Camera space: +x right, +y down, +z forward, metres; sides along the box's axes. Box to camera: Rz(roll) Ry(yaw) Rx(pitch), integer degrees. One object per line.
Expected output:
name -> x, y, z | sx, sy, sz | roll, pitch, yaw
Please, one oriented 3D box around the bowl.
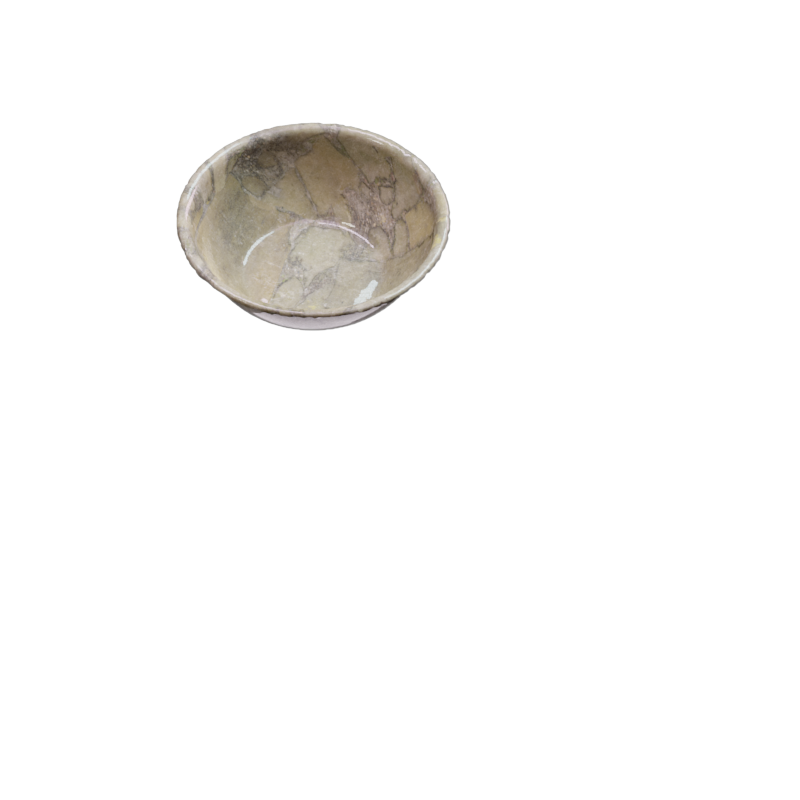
bowl -> -0.053, -0.096, 0.673 | 0.162, 0.174, 0.051 | -1, -40, -1
